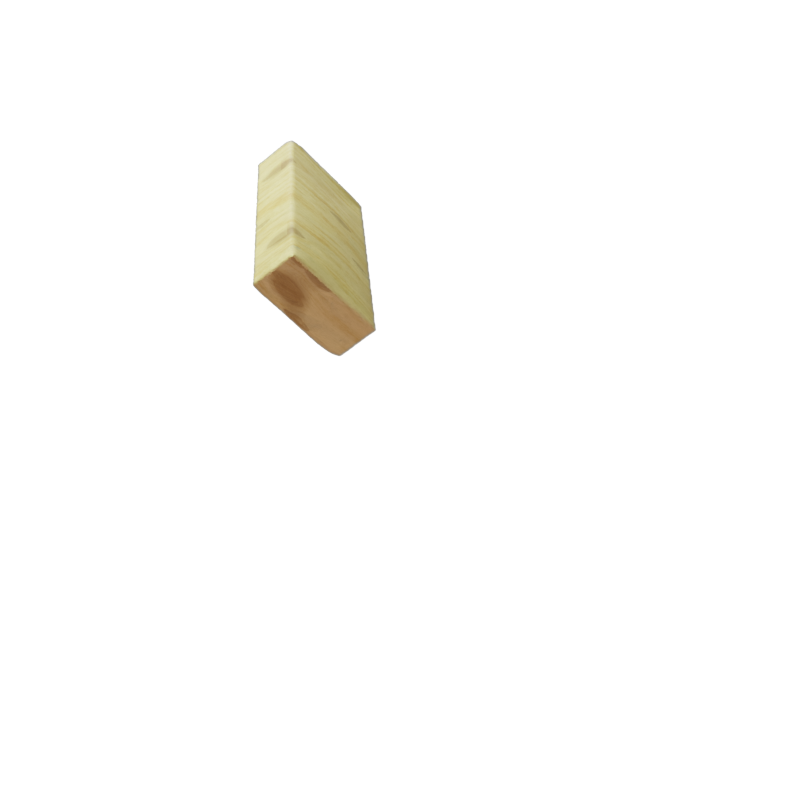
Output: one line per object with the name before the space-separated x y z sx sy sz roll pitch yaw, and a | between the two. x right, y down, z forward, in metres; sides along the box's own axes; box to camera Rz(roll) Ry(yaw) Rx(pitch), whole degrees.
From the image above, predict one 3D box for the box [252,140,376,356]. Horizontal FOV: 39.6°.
box | -0.067 -0.123 0.857 0.048 0.189 0.088 -35 -57 23
